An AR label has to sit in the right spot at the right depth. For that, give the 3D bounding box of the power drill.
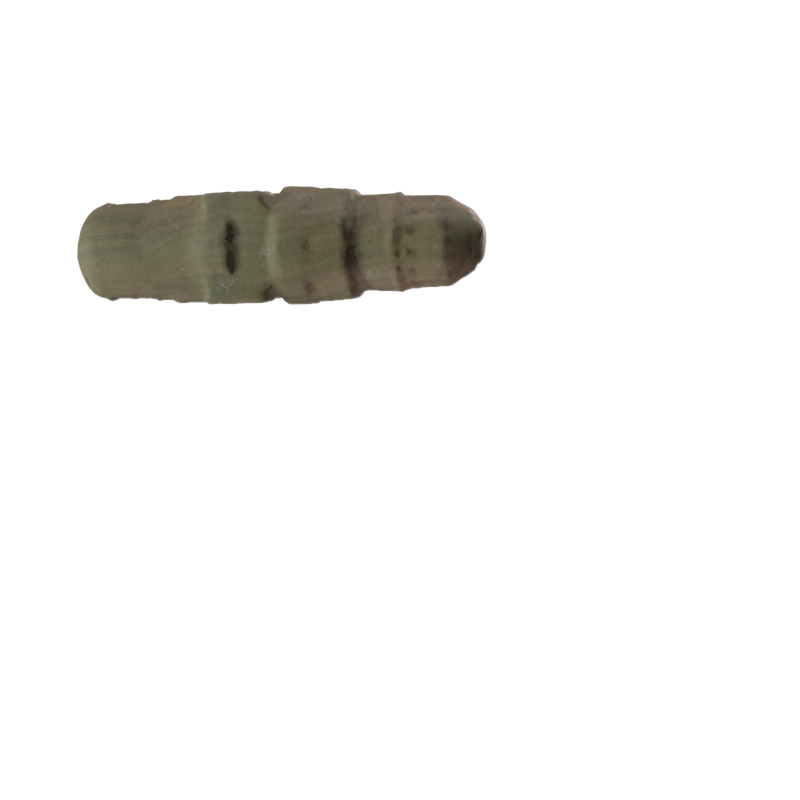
[{"bbox_3d":[-0.044,-0.080,0.559,0.187,0.057,0.186,1,7,11],"label":"power drill"}]
